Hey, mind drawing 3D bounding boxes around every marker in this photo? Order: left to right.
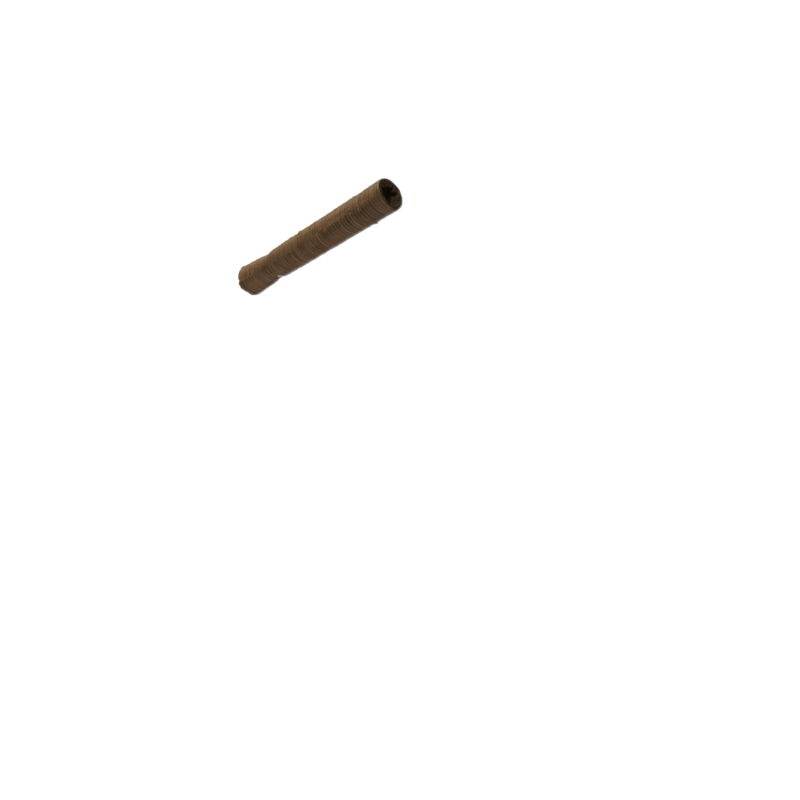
[{"bbox_3d":[-0.048,-0.087,0.613,0.121,0.020,0.019,-25,-13,38],"label":"marker"}]
